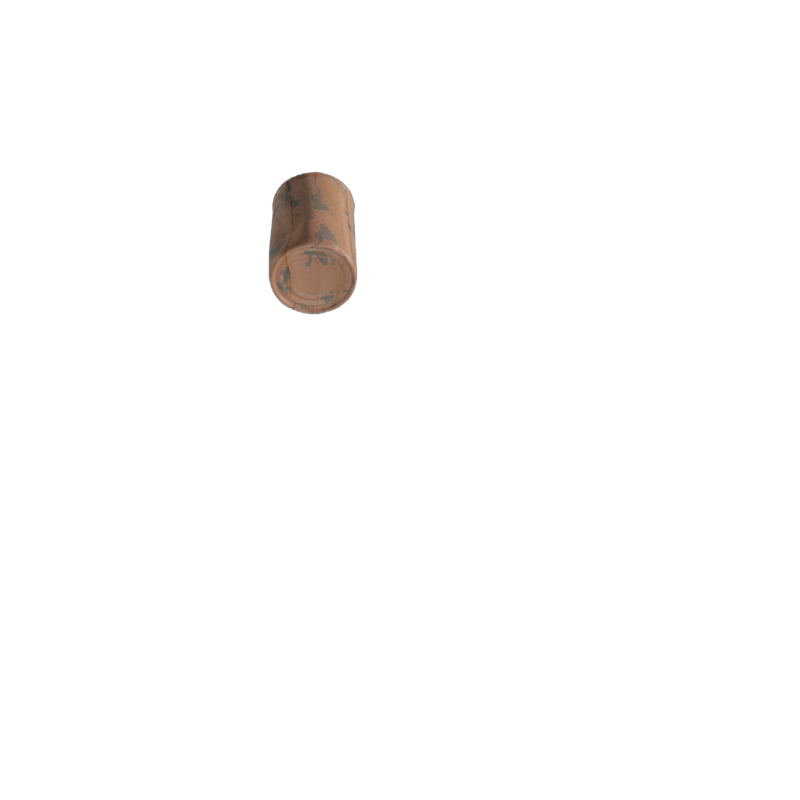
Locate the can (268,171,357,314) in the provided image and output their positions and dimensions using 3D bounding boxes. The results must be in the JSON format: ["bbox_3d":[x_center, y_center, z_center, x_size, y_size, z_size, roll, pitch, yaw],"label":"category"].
[{"bbox_3d":[-0.068,-0.124,0.867,0.068,0.064,0.109,-1,39,-3],"label":"can"}]
